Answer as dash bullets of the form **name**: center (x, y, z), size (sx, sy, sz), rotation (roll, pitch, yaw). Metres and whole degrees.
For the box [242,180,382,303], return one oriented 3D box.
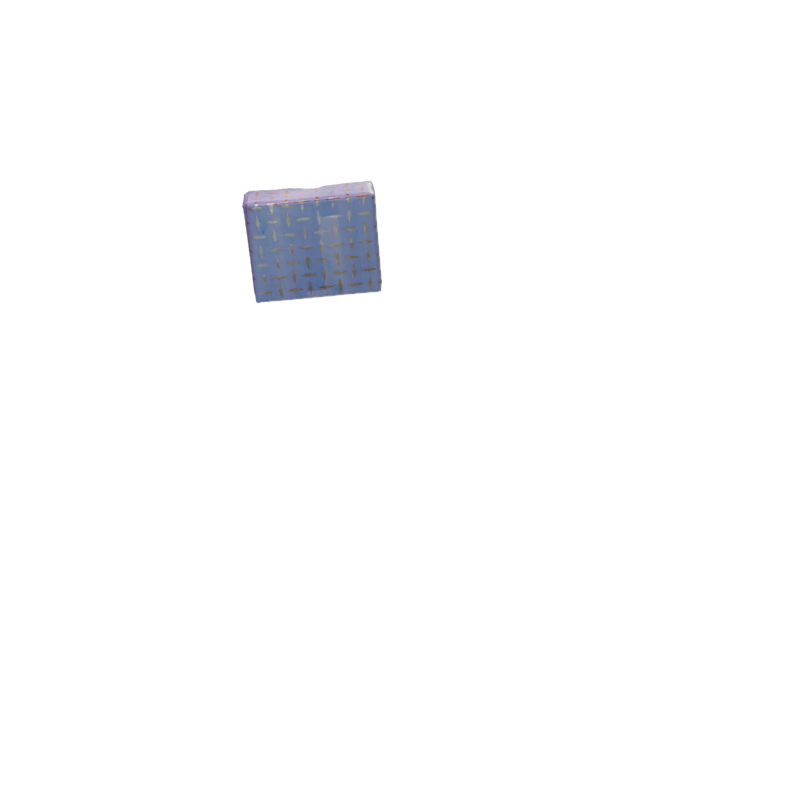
- **box**: center (-0.059, -0.108, 0.757), size (0.089, 0.069, 0.032), rotation (-5, 24, 2)
